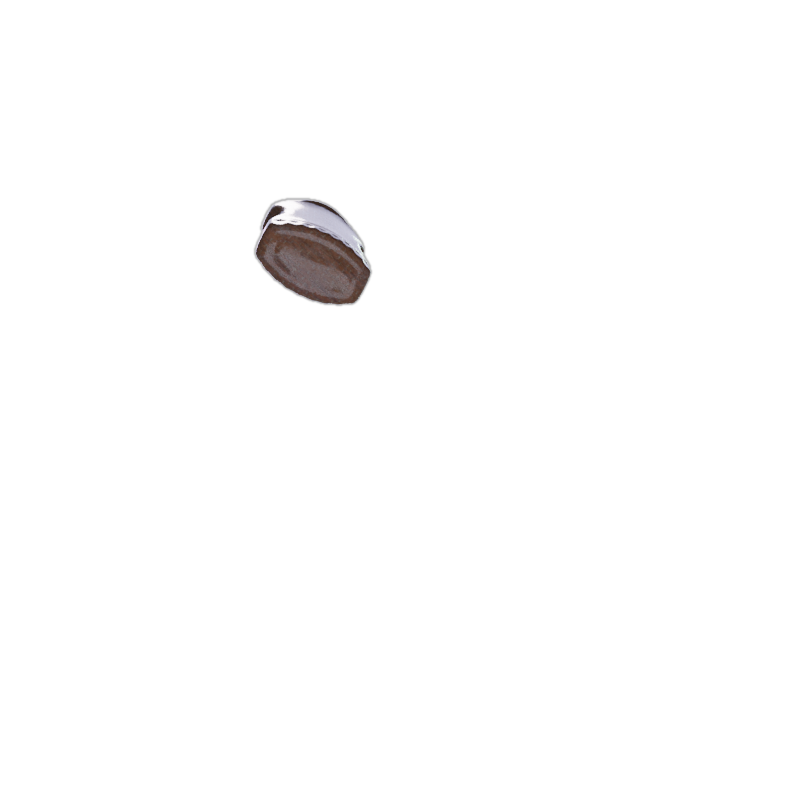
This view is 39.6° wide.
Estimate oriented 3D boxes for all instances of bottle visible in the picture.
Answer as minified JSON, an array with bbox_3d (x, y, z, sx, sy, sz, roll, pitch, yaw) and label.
[{"bbox_3d":[-0.078,-0.142,0.996,0.094,0.057,0.199,23,16,-10],"label":"bottle"}]
